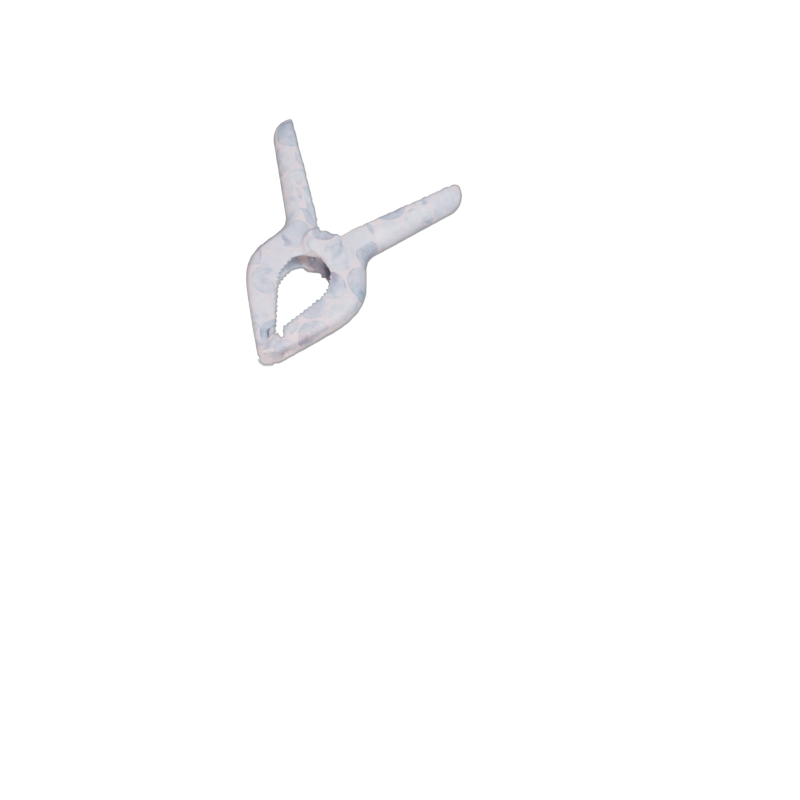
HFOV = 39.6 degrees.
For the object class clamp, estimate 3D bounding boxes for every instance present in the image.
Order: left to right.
[{"bbox_3d":[-0.069,-0.125,0.877,0.170,0.216,0.034,27,-24,13],"label":"clamp"}]
